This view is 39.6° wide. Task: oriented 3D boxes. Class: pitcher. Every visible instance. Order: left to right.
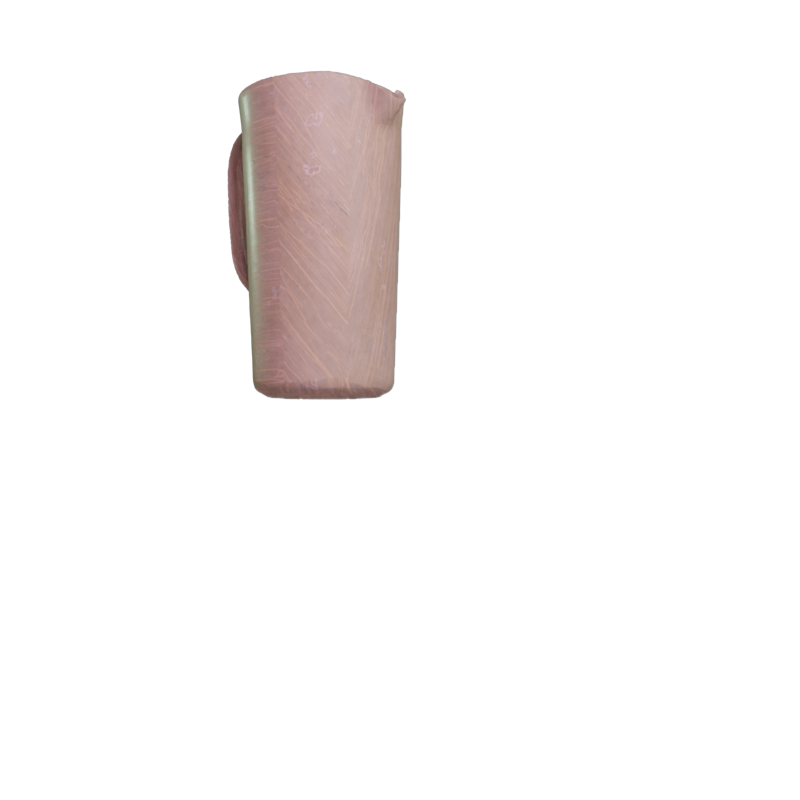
[{"bbox_3d":[-0.068,-0.124,0.872,0.145,0.249,0.146,0,-9,-3],"label":"pitcher"}]
